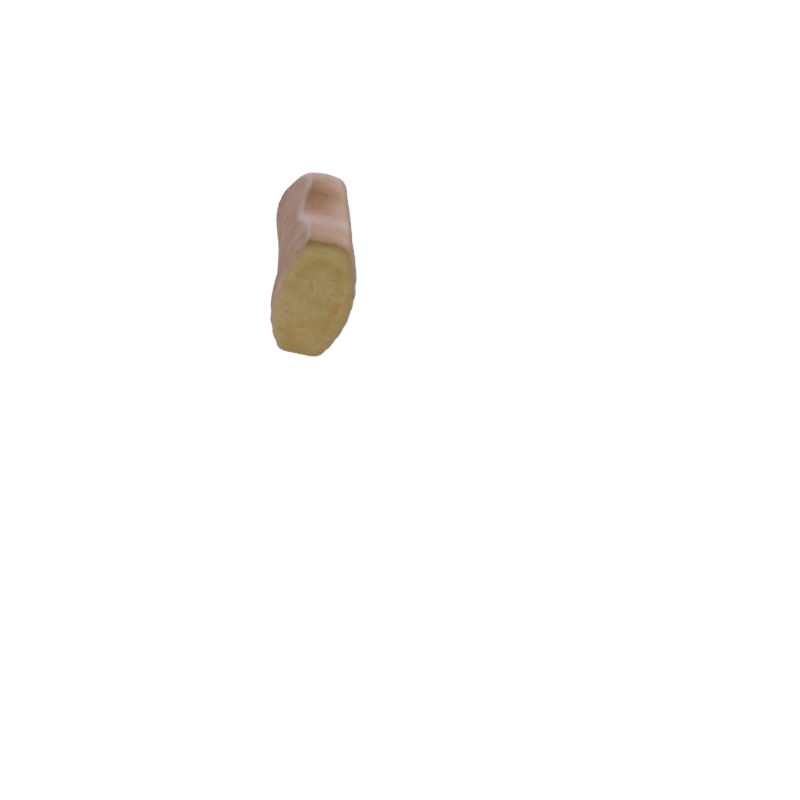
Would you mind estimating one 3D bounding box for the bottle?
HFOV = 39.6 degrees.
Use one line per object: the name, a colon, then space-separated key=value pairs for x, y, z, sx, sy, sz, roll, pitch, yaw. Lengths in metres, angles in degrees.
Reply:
bottle: x=-0.068 y=-0.123 z=0.864 sx=0.057 sy=0.091 sz=0.204 roll=10 pitch=31 yaw=-10
